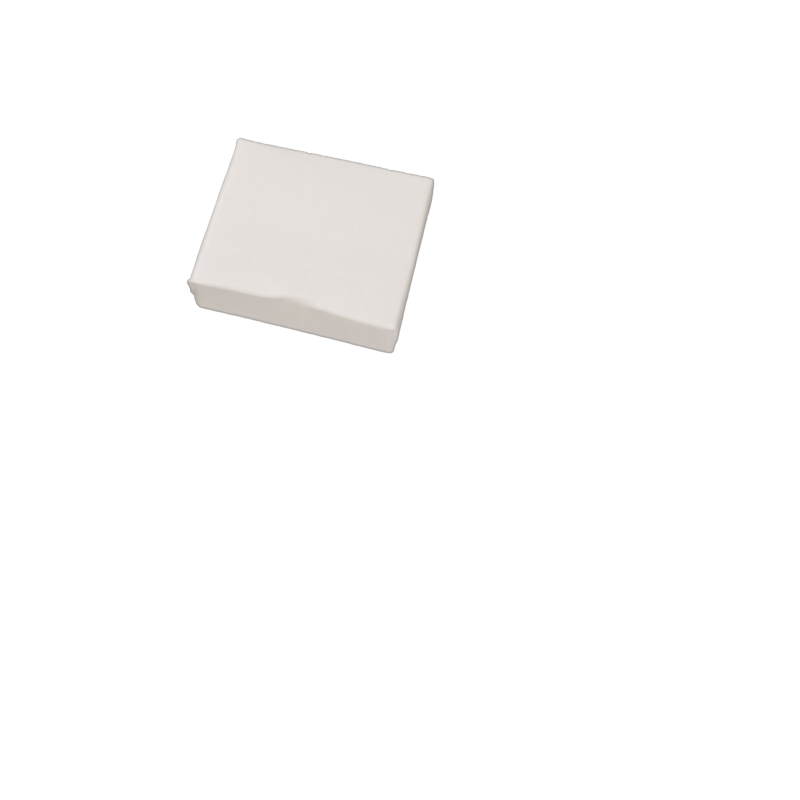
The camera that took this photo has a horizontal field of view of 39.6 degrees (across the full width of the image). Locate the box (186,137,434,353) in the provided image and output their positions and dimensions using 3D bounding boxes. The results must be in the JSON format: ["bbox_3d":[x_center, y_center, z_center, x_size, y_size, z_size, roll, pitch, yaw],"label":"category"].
[{"bbox_3d":[-0.037,-0.067,0.470,0.090,0.076,0.028,13,-25,6],"label":"box"}]
